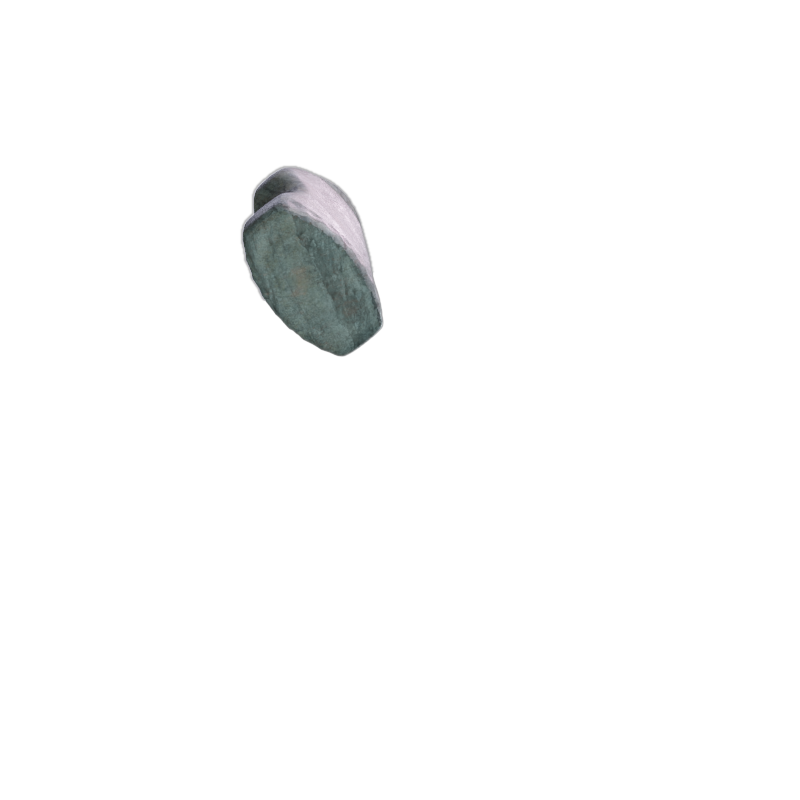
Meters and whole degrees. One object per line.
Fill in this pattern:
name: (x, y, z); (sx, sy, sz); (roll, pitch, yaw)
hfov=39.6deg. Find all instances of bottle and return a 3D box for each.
bottle: (-0.055, -0.102, 0.709); (0.058, 0.092, 0.200); (-39, 18, 11)
